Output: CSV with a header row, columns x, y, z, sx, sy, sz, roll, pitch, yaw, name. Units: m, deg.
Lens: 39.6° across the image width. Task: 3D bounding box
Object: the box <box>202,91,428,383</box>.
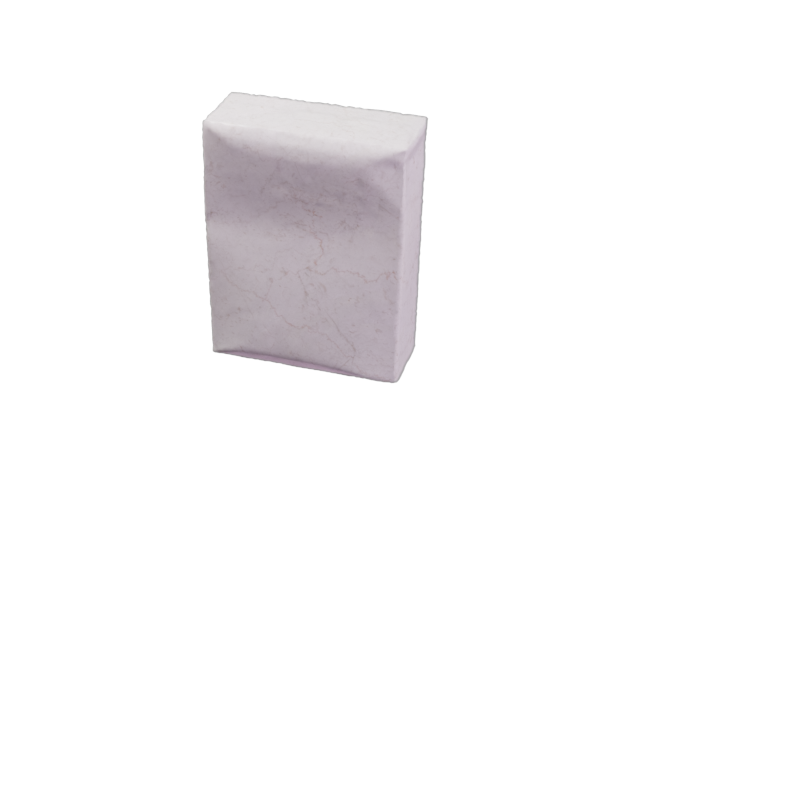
x,y,z,sx,sy,sz,roll,pitch,yaw,name
-0.069,-0.126,0.886,0.168,0.201,0.075,11,33,14,box
